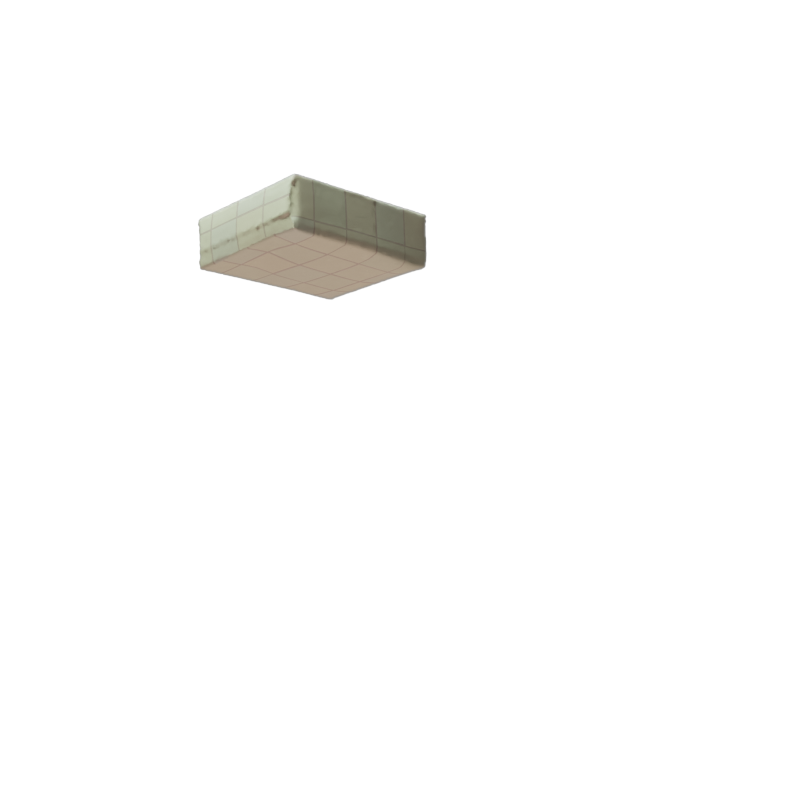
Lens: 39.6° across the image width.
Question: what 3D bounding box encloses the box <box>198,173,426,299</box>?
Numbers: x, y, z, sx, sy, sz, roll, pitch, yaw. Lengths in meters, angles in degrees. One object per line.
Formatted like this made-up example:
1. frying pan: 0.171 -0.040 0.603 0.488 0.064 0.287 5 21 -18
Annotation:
1. box: -0.053 -0.096 0.676 0.107 0.040 0.091 13 -19 -43
